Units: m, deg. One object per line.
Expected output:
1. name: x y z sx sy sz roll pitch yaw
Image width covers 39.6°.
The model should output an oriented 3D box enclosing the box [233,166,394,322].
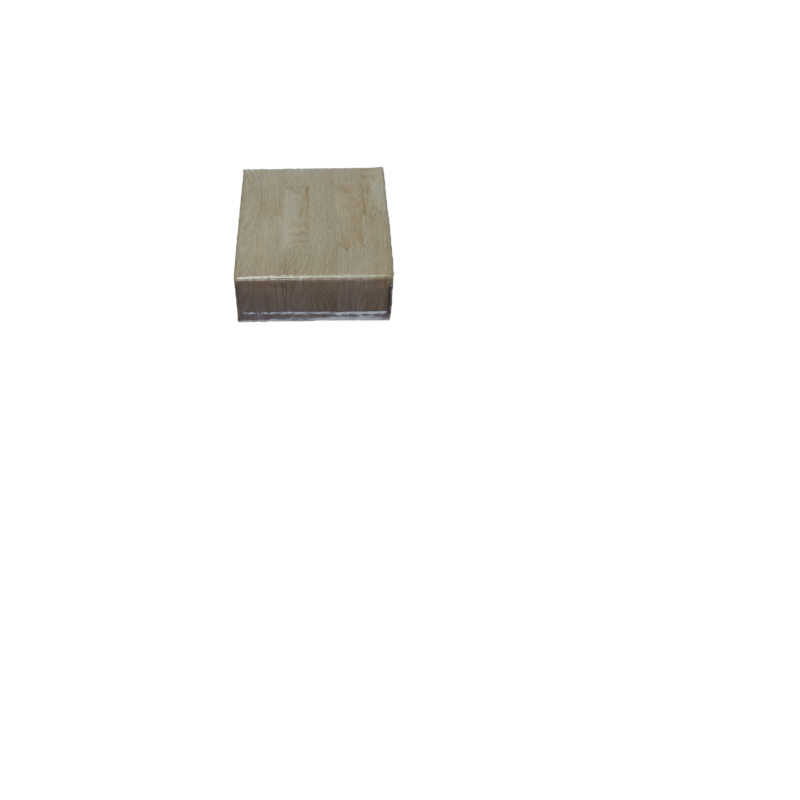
1. box: -0.052 -0.095 0.666 0.090 0.036 0.122 -1 41 -2
